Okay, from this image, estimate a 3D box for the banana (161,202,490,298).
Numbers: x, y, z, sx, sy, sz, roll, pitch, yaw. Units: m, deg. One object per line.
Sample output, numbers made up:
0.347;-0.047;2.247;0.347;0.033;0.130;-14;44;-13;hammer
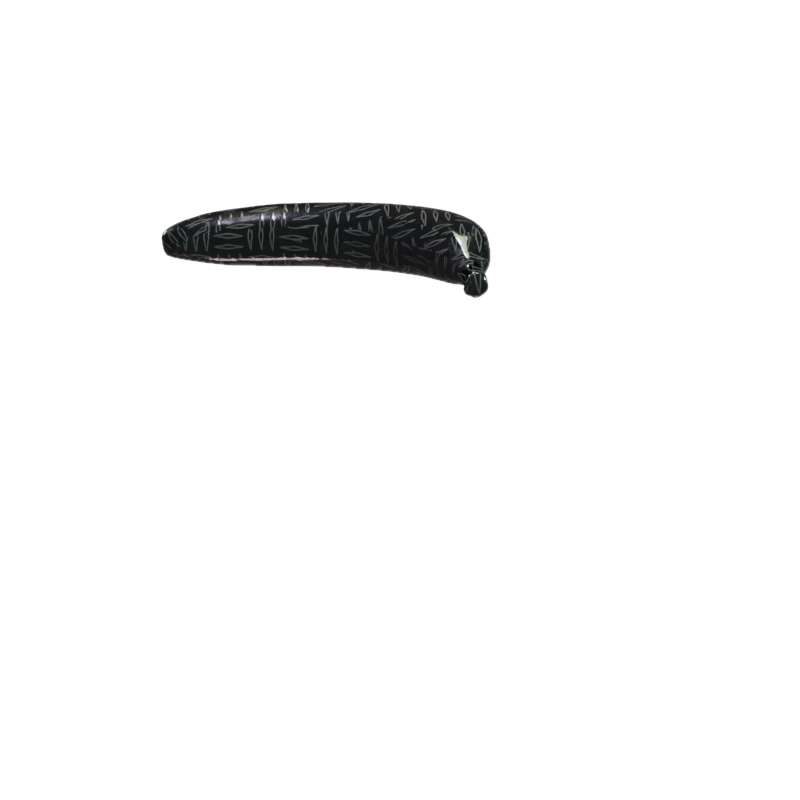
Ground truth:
-0.032;-0.084;0.579;0.206;0.036;0.068;9;16;32;banana
